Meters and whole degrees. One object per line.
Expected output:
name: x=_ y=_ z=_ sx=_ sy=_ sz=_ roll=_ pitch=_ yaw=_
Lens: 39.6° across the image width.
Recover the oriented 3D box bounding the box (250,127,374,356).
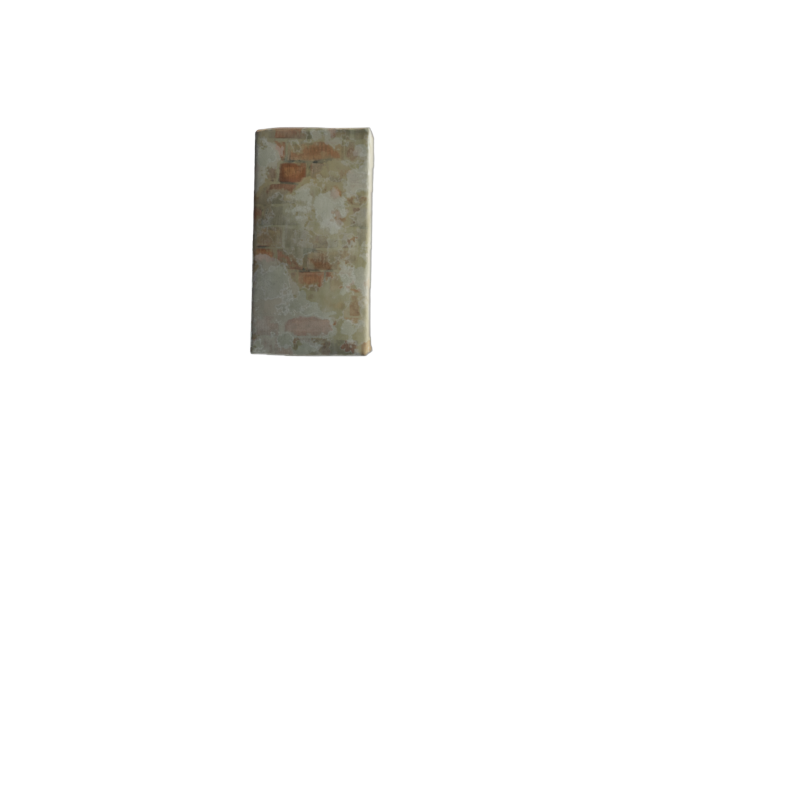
box: x=-0.068 y=-0.123 z=0.864 sx=0.094 sy=0.177 sz=0.047 roll=0 pitch=-2 yaw=6
